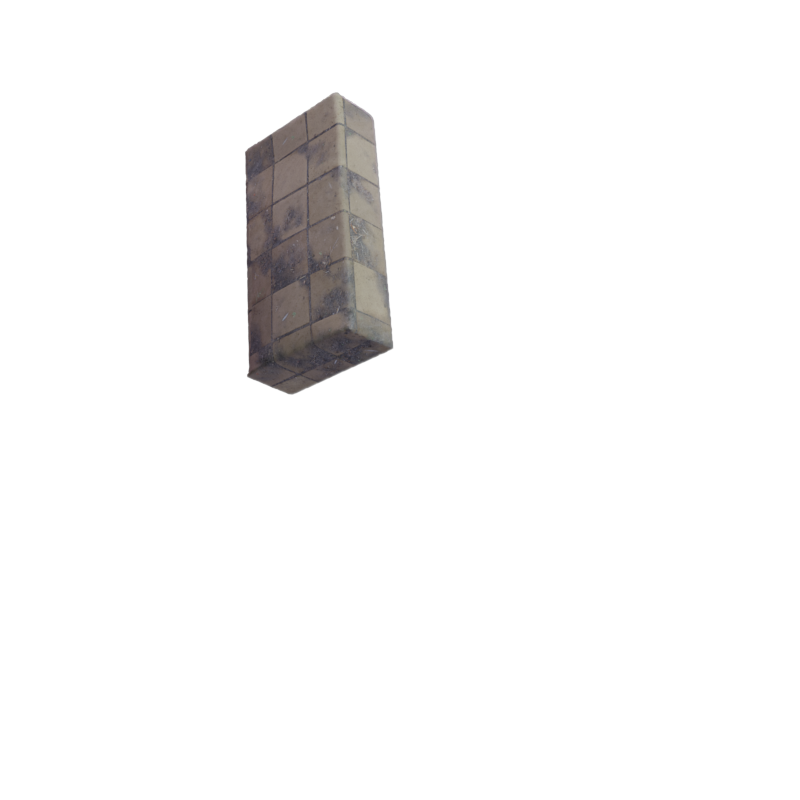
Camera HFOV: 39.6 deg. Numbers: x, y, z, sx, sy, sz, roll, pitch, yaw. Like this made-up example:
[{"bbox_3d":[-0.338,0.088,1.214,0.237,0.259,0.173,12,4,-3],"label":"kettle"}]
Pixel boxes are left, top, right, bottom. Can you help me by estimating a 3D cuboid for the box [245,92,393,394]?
[{"bbox_3d":[-0.056,-0.102,0.717,0.094,0.188,0.045,-25,-37,35],"label":"box"}]
